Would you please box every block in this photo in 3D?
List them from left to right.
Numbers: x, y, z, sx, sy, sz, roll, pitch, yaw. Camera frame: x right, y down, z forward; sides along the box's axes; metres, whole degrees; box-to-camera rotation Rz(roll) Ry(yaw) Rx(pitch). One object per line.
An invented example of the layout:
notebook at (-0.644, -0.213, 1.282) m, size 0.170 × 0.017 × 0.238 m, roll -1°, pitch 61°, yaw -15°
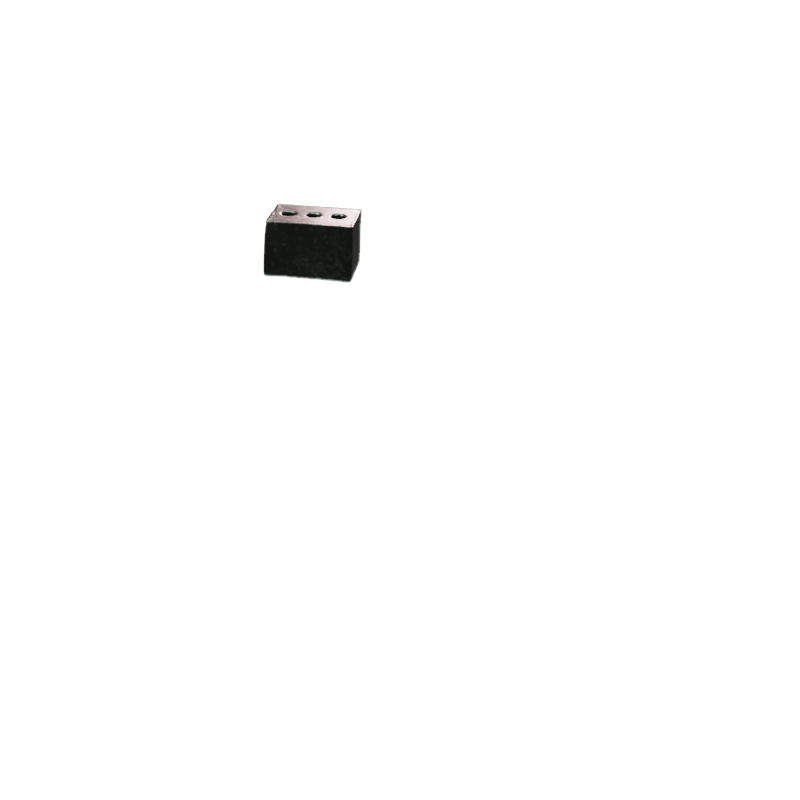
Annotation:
block at (-0.076, -0.138, 0.966) m, size 0.079 × 0.049 × 0.055 m, roll 5°, pitch 25°, yaw 9°
